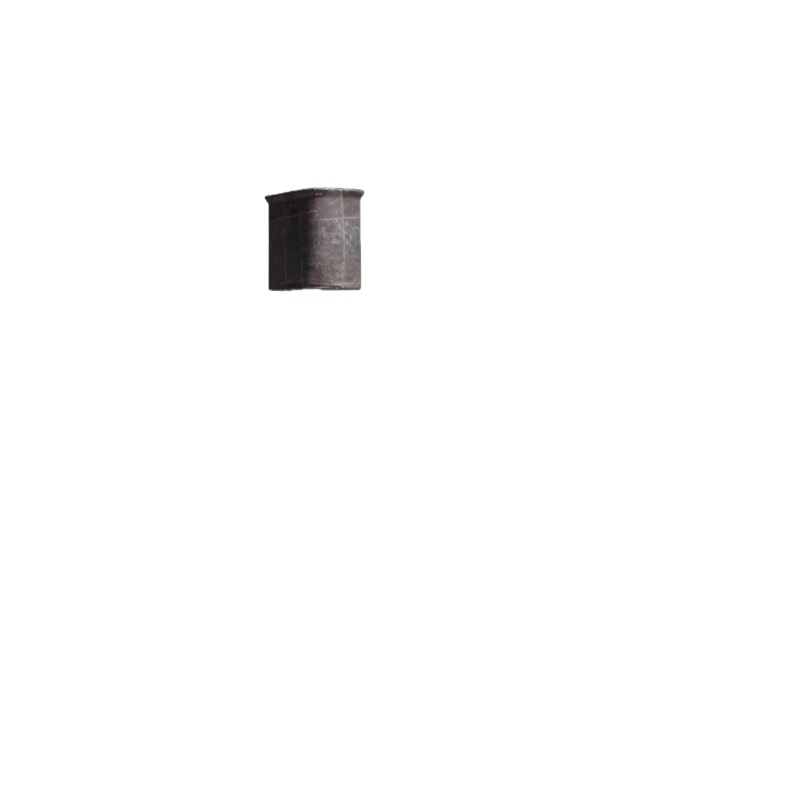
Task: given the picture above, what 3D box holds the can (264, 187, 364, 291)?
[{"bbox_3d":[-0.074,-0.135,0.948,0.055,0.084,0.105,0,1,-32],"label":"can"}]
